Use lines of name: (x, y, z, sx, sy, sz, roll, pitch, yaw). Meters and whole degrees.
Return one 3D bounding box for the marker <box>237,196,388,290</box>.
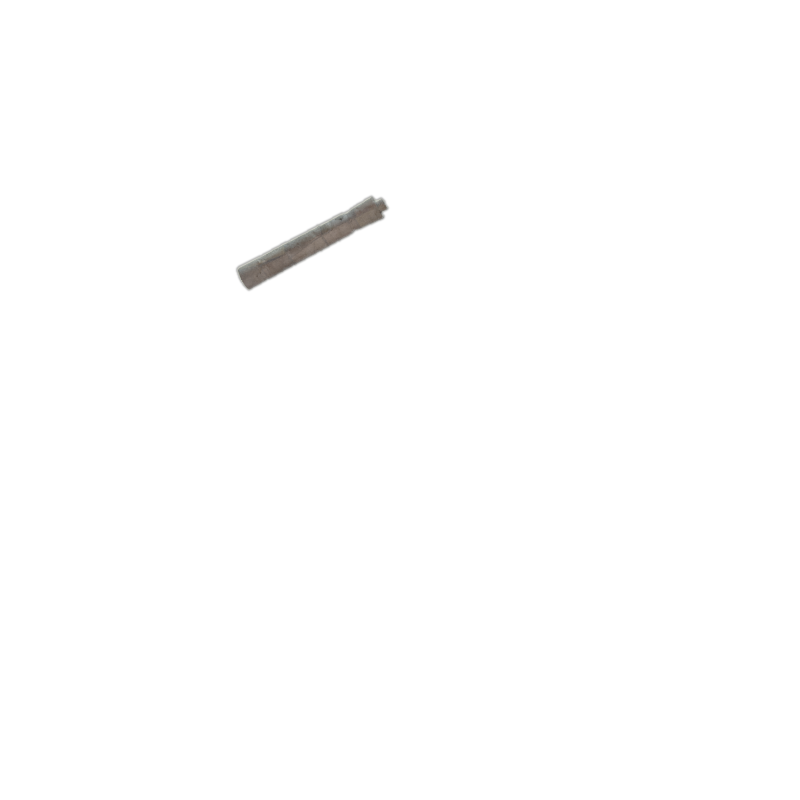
marker: (-0.064, -0.117, 0.823, 0.121, 0.020, 0.020, -27, 0, 8)
